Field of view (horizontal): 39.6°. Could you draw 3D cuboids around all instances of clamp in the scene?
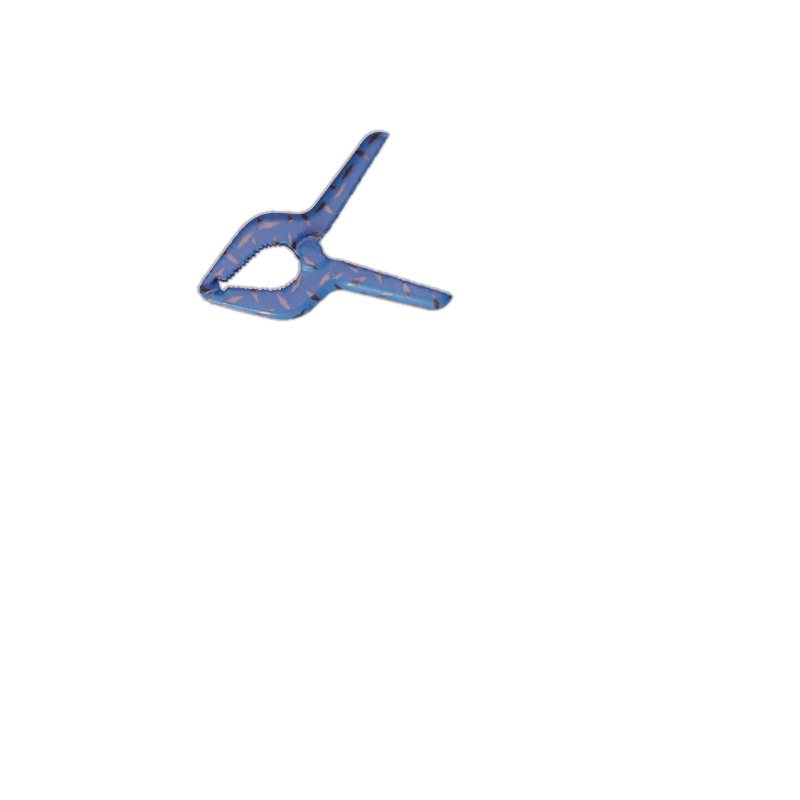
[{"bbox_3d":[-0.075,-0.137,0.959,0.209,0.169,0.035,-14,-10,-3],"label":"clamp"}]
